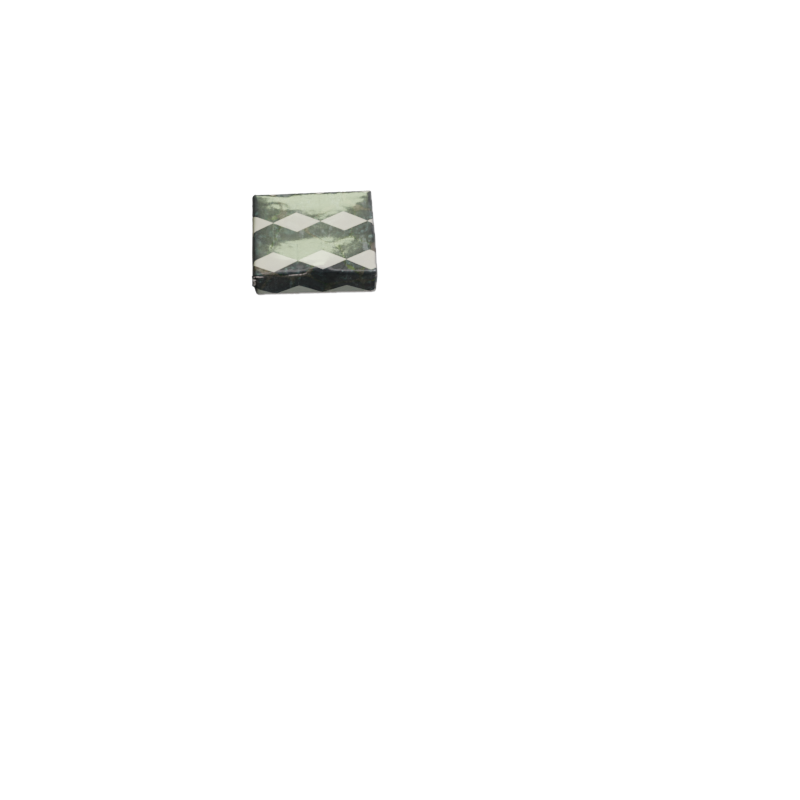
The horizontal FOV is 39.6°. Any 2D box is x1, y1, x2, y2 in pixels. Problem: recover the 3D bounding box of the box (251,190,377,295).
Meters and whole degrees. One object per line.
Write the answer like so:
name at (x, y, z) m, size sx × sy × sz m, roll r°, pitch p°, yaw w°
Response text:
box at (-0.063, -0.115, 0.804) m, size 0.089 × 0.078 × 0.028 m, roll -2°, pitch -33°, yaw -2°
